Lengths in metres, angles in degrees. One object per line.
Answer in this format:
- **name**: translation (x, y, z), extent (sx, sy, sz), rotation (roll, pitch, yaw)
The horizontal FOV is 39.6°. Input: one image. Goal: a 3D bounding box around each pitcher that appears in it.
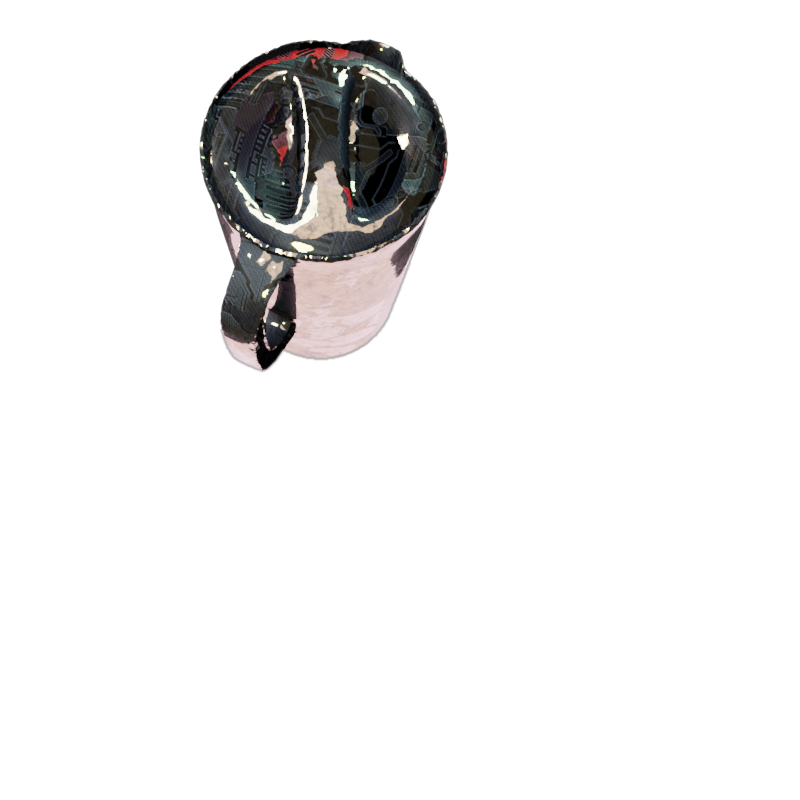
- **pitcher**: translation (-0.054, -0.099, 0.695), extent (0.148, 0.152, 0.233), rotation (-19, -15, -9)
